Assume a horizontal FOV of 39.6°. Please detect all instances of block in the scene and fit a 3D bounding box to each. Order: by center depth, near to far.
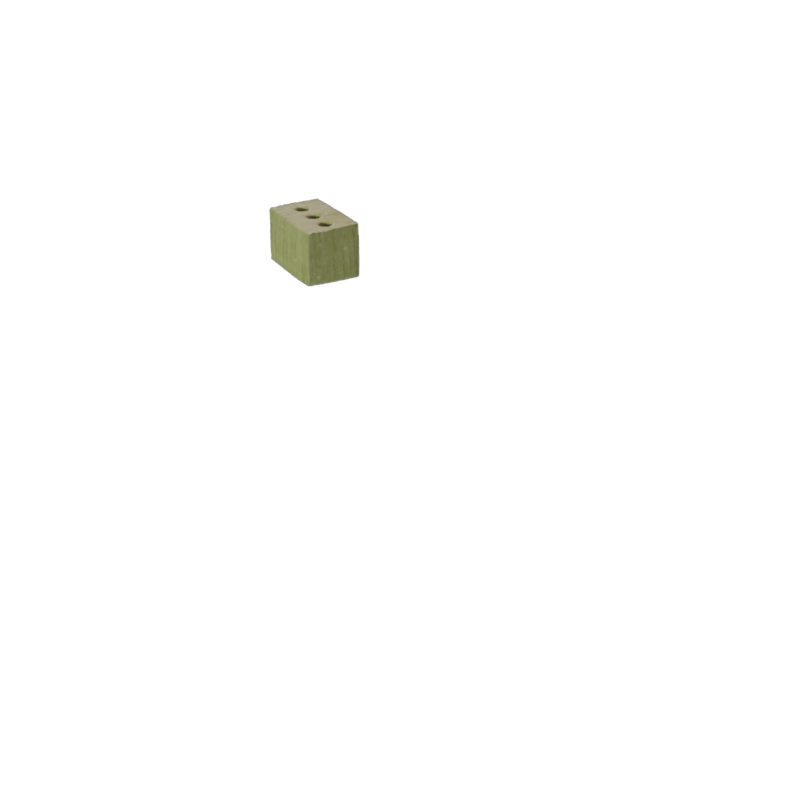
[{"bbox_3d":[-0.078,-0.142,0.996,0.052,0.049,0.084,-14,30,-28],"label":"block"}]
